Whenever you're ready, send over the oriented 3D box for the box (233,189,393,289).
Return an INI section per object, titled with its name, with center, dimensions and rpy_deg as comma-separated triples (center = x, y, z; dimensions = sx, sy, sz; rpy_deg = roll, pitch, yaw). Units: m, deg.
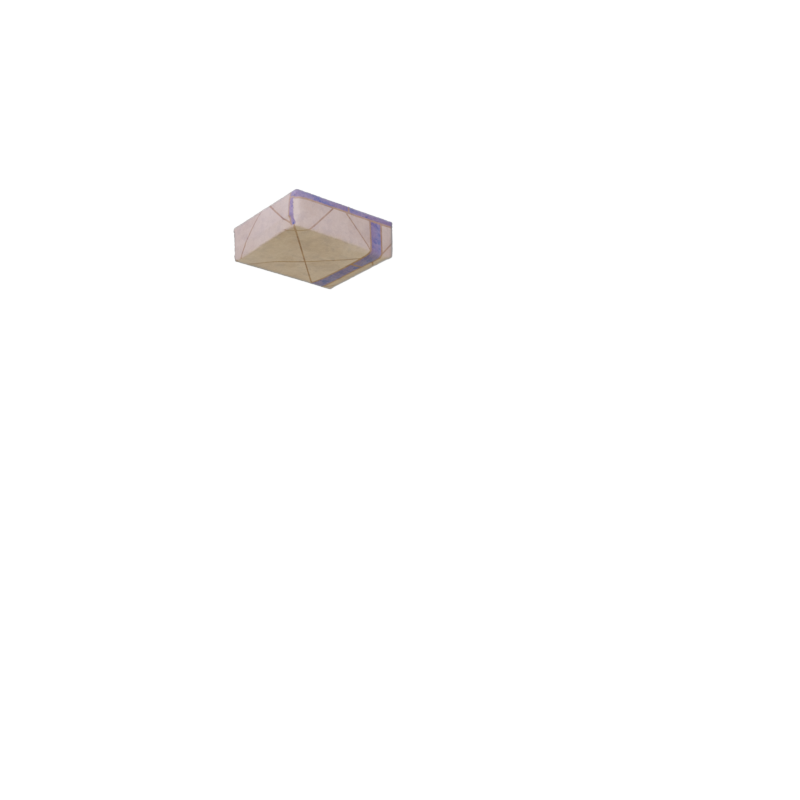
[box]
center = -0.076, -0.139, 0.971
dimensions = 0.107, 0.041, 0.090
rpy_deg = 16, -26, -38
